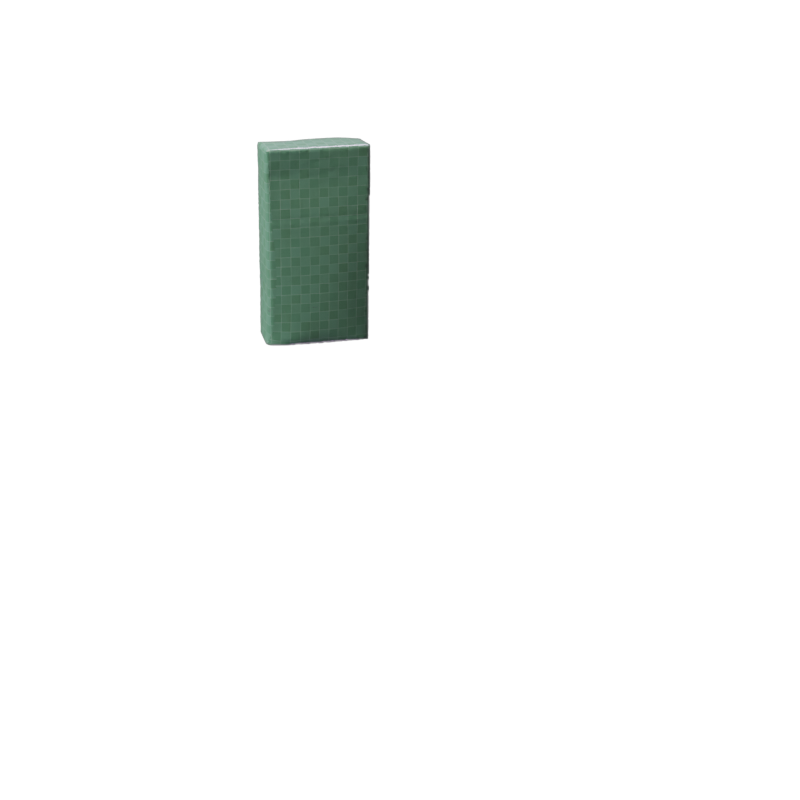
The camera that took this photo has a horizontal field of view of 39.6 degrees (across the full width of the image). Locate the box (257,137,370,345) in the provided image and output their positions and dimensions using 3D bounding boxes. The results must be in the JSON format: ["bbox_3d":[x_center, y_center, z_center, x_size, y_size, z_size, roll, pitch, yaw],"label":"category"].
[{"bbox_3d":[-0.075,-0.137,0.961,0.092,0.170,0.051,-4,16,-15],"label":"box"}]
